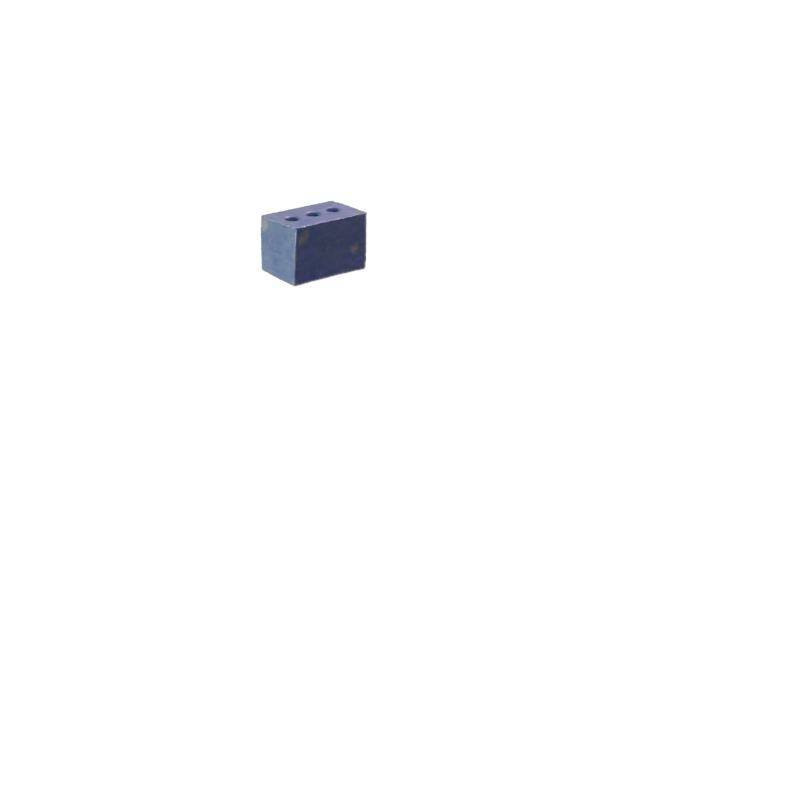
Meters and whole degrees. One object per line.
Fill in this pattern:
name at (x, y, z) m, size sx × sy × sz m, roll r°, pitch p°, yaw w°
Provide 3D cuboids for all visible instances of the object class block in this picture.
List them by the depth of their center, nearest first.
block at (-0.074, -0.136, 0.950) m, size 0.077 × 0.049 × 0.056 m, roll -18°, pitch 29°, yaw -36°
